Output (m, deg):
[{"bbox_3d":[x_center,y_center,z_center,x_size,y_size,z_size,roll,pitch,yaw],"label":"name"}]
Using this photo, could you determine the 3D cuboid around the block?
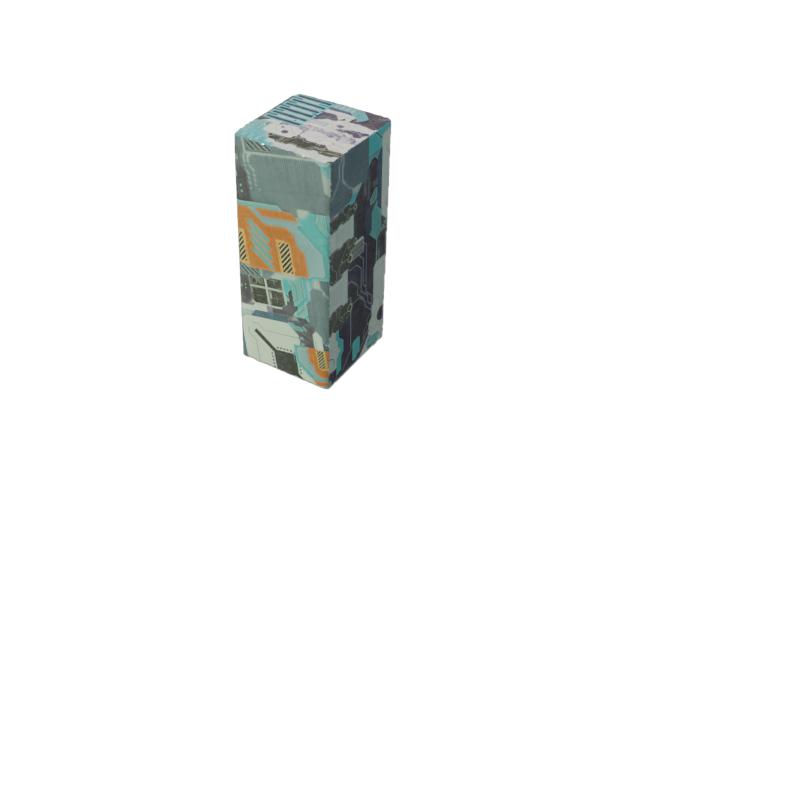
[{"bbox_3d":[-0.070,-0.127,0.889,0.094,0.193,0.092,21,39,24],"label":"block"}]
